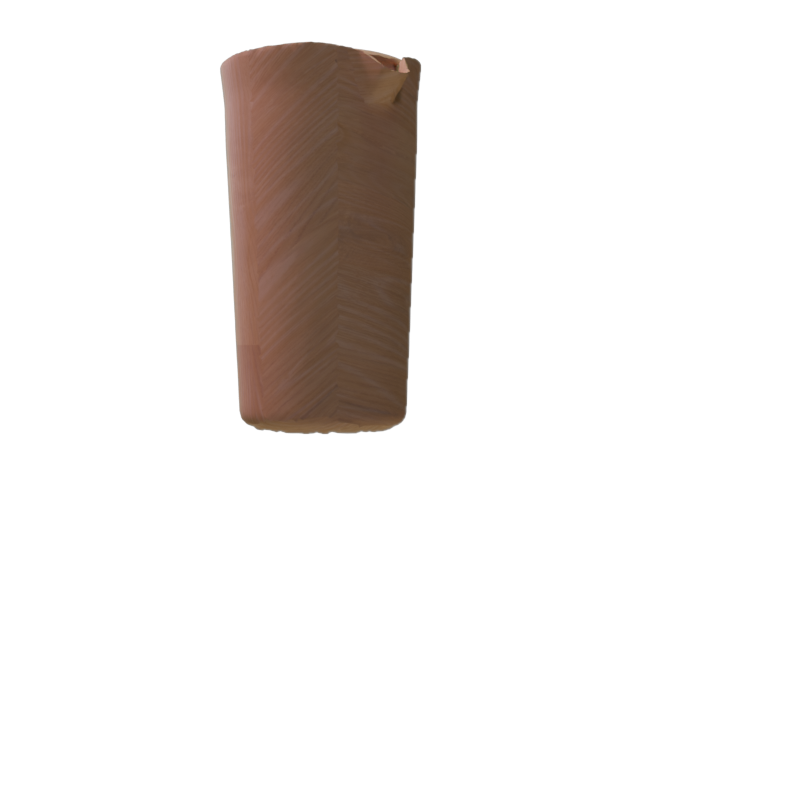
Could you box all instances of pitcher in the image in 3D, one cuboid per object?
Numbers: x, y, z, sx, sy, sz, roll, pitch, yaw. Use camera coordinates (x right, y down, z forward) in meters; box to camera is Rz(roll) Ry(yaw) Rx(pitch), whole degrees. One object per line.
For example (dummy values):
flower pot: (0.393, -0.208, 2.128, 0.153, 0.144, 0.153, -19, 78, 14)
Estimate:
pitcher: (-0.057, -0.105, 0.733, 0.146, 0.246, 0.146, -1, -3, 7)
